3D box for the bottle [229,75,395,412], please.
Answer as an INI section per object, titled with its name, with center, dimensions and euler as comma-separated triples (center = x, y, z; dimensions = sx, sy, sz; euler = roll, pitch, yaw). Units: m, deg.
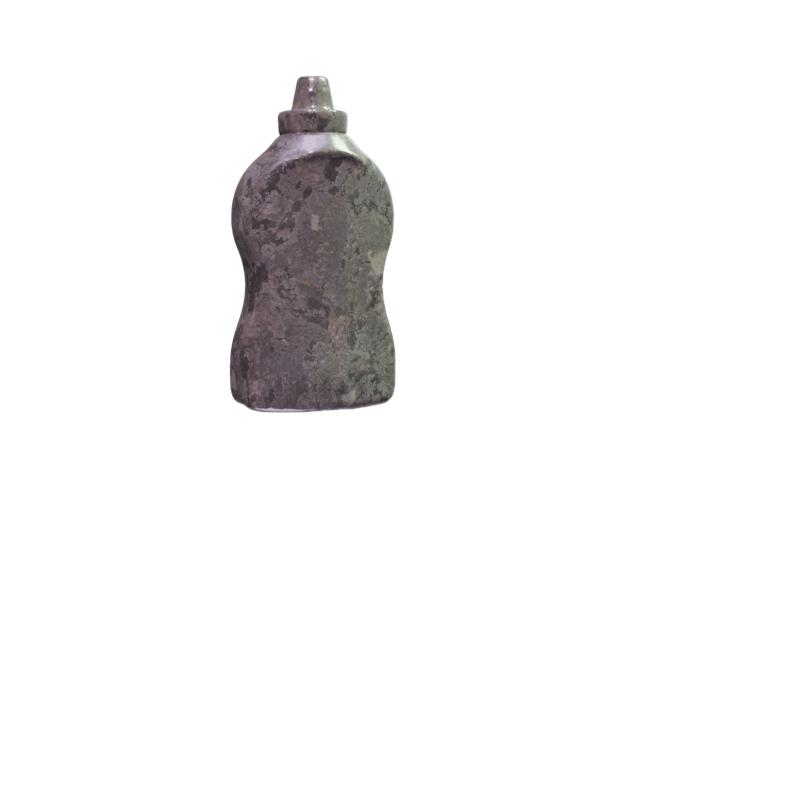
[bottle]
center = -0.051, -0.093, 0.648
dimensions = 0.094, 0.191, 0.060
euler = -1, 2, -21
